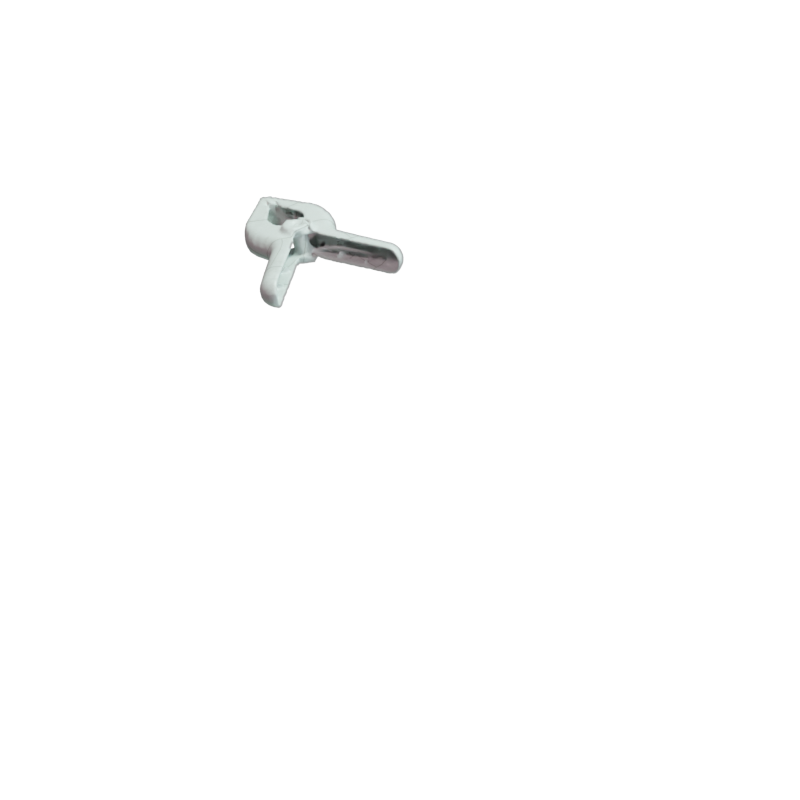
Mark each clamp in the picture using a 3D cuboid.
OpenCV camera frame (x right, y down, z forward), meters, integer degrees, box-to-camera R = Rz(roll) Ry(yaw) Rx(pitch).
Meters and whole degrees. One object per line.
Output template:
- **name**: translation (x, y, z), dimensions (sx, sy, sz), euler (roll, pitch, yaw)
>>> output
- **clamp**: translation (-0.073, -0.134, 0.938), dimensions (0.118, 0.037, 0.185), euler (-9, 34, -14)
